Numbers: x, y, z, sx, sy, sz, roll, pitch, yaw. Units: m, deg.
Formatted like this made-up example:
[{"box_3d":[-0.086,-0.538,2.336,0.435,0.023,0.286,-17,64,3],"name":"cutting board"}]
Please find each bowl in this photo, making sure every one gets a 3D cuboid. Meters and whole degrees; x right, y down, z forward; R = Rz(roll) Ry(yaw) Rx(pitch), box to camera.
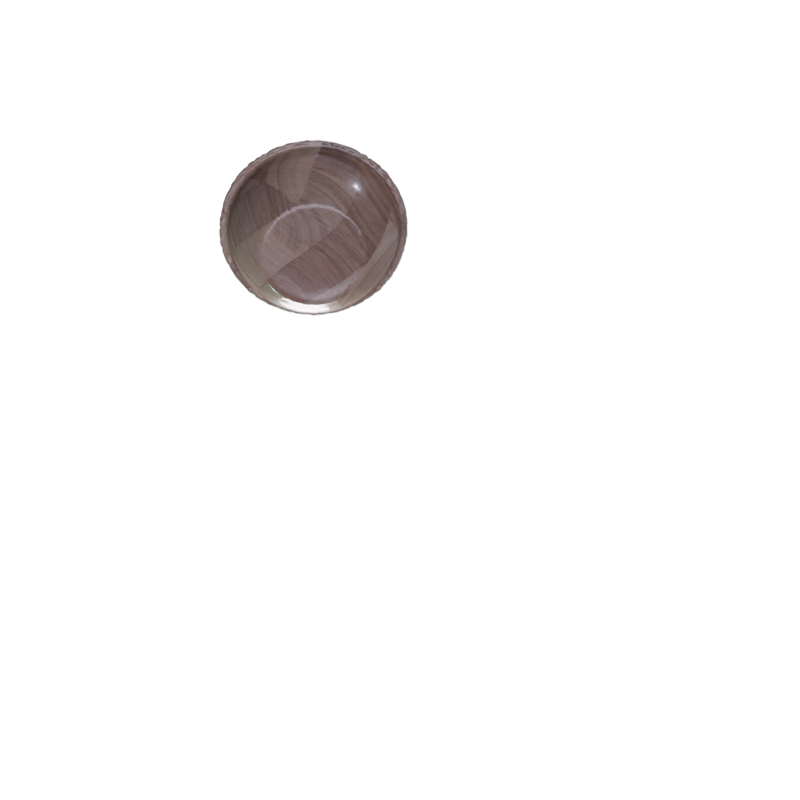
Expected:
[{"box_3d":[-0.073,-0.132,0.926,0.162,0.154,0.058,1,25,-1],"name":"bowl"}]
